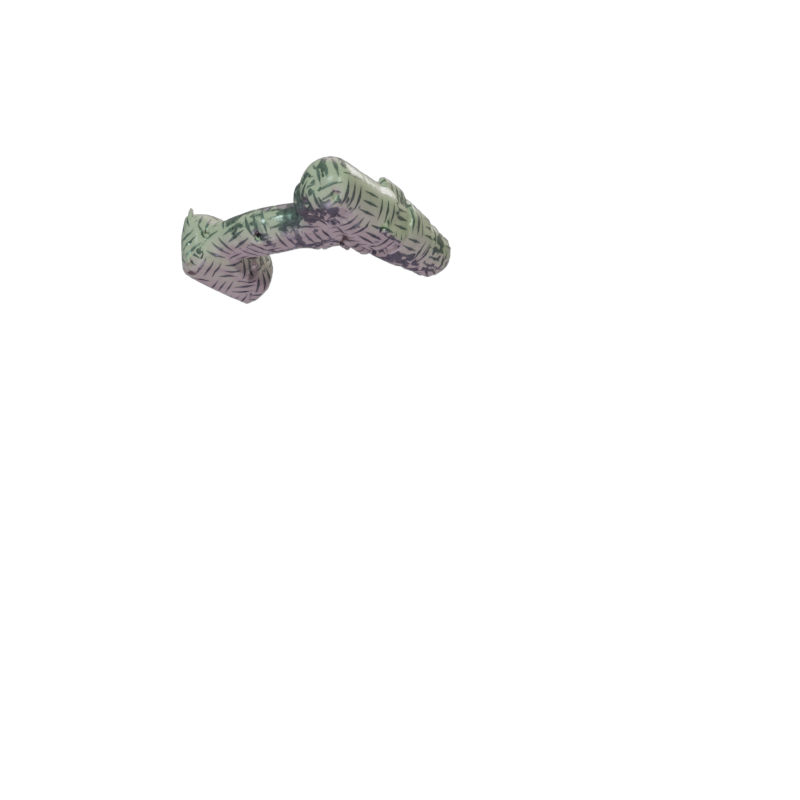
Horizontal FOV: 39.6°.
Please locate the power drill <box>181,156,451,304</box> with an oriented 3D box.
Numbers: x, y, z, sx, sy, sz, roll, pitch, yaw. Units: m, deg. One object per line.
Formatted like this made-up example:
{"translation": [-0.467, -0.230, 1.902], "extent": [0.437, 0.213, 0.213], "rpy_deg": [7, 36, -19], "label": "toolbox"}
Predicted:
{"translation": [-0.072, -0.131, 0.917], "extent": [0.191, 0.060, 0.172], "rpy_deg": [-13, -24, 30], "label": "power drill"}
